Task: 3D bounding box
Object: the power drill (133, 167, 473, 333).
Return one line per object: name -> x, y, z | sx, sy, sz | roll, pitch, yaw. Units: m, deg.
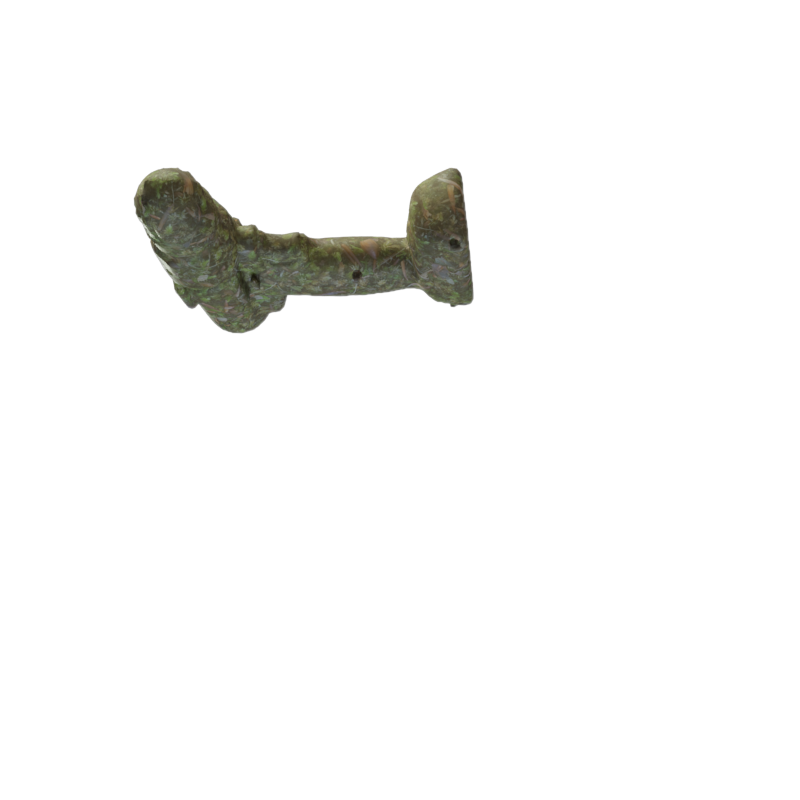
power drill -> -0.053, -0.096, 0.673 | 0.190, 0.060, 0.174 | -3, -17, 9
